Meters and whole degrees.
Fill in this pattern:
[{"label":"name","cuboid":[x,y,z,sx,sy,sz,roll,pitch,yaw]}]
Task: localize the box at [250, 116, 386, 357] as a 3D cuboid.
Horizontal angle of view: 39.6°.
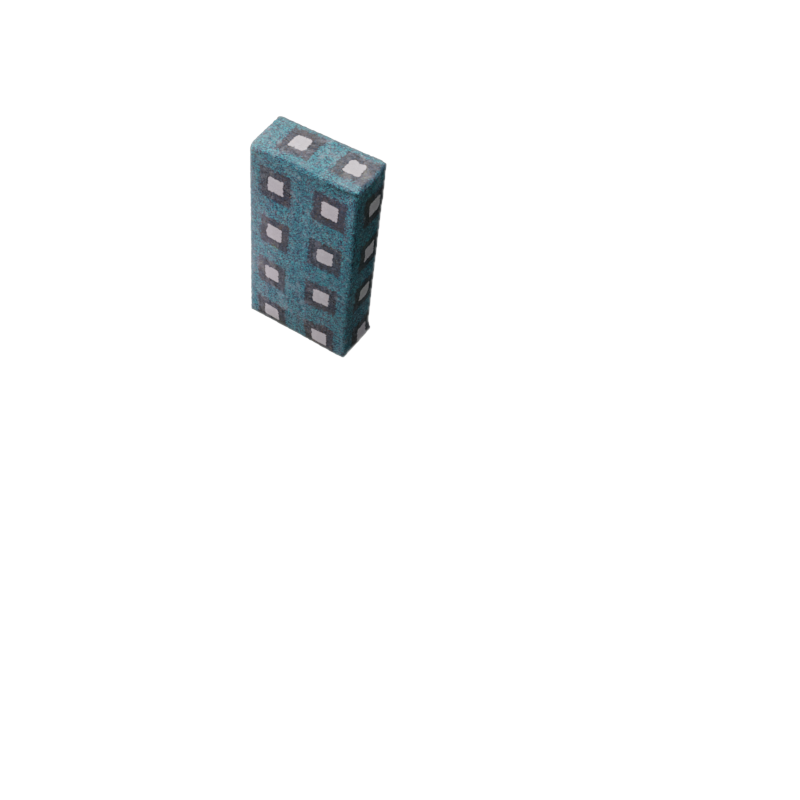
[{"label":"box","cuboid":[-0.065,-0.118,0.826,0.097,0.049,0.164,28,-35,18]}]
